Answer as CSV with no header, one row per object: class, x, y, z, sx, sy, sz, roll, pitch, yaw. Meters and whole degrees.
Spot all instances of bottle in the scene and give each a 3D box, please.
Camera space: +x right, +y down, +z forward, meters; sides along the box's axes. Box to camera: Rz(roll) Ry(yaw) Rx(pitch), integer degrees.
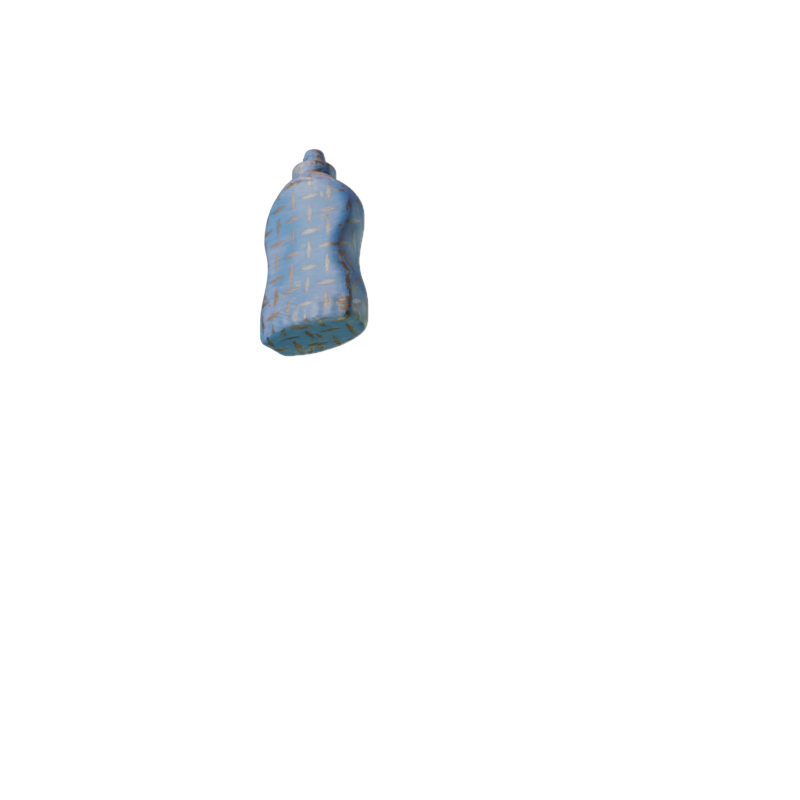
bottle,-0.076,-0.139,0.978,0.097,0.204,0.054,-21,-34,30
